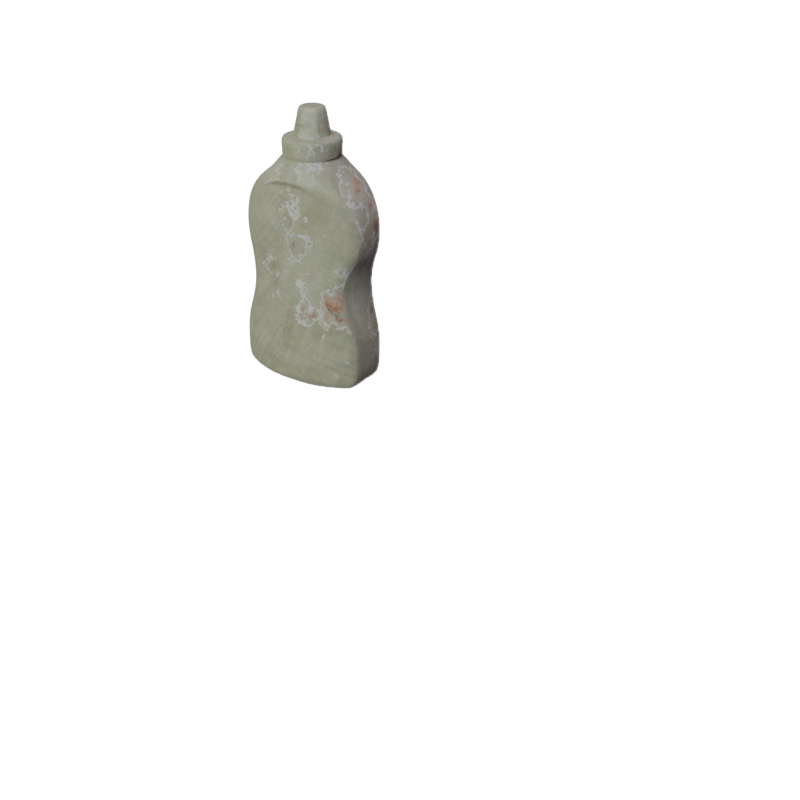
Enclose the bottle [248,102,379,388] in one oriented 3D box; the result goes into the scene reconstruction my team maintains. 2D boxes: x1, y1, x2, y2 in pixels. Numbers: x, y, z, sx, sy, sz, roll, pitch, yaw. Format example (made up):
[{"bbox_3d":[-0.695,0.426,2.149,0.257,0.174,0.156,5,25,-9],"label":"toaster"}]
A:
[{"bbox_3d":[-0.060,-0.109,0.761,0.101,0.183,0.058,17,27,33],"label":"bottle"}]
